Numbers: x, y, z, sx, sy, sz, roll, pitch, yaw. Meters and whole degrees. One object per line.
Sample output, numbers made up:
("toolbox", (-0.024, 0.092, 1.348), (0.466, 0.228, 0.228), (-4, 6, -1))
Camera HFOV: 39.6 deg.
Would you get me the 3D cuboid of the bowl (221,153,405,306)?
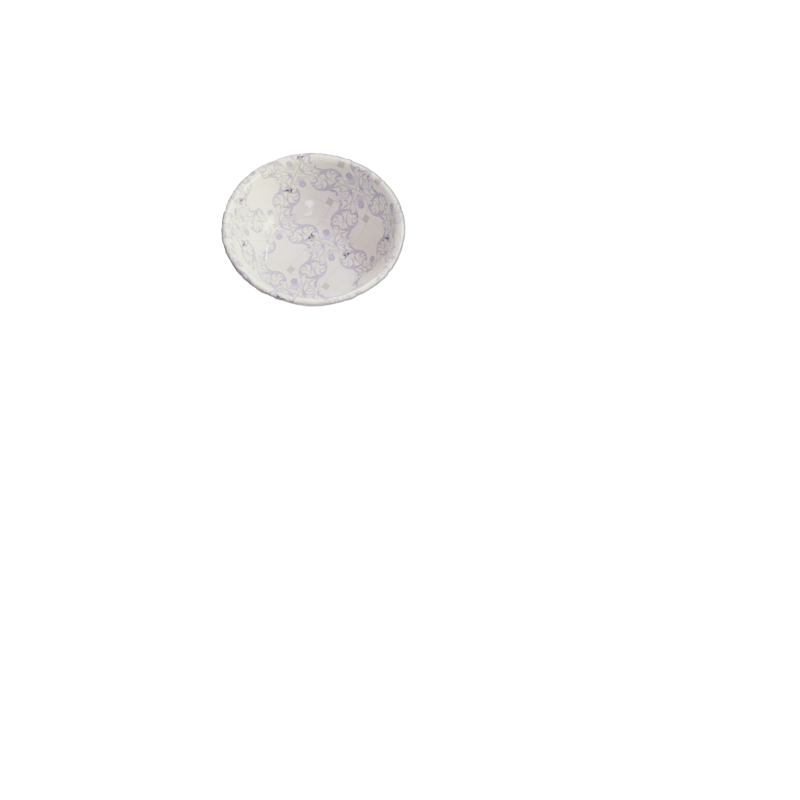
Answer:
("bowl", (-0.078, -0.142, 0.992), (0.162, 0.173, 0.052), (-1, -31, -1))
